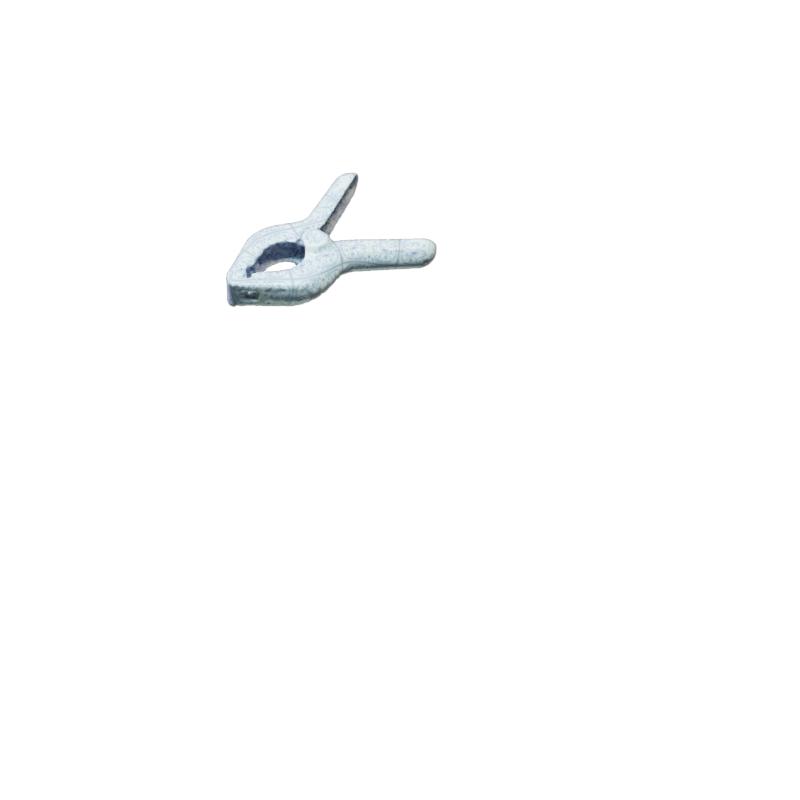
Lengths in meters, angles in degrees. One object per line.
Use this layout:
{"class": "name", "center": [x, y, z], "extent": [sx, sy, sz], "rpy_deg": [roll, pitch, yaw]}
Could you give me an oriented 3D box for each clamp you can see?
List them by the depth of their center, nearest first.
{"class": "clamp", "center": [-0.071, -0.129, 0.901], "extent": [0.170, 0.037, 0.130], "rpy_deg": [-19, 45, -21]}
